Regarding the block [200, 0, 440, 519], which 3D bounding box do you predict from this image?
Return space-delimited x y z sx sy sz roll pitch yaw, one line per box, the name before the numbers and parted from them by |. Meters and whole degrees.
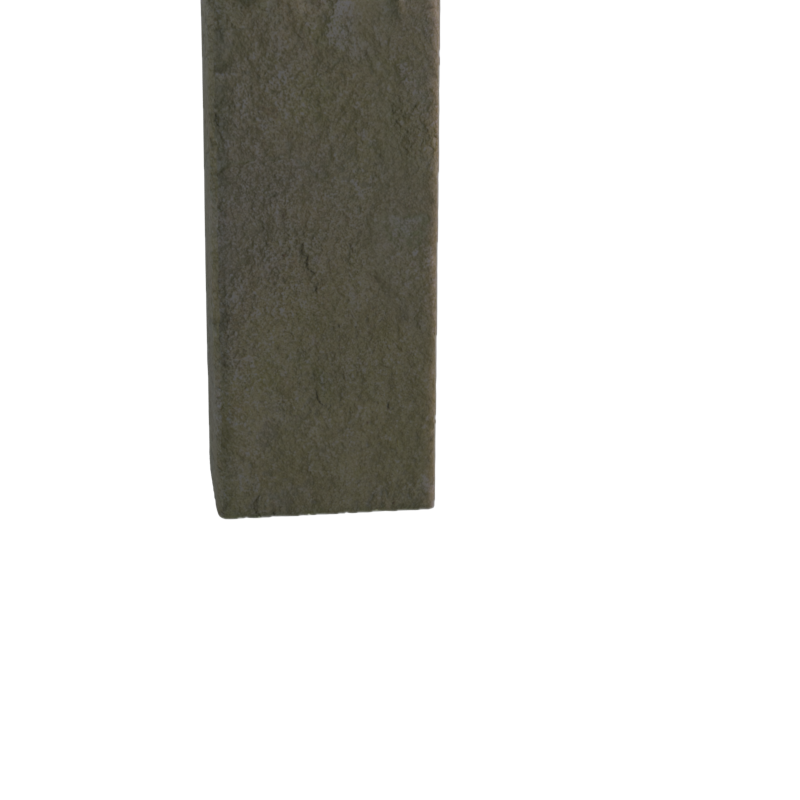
block | -0.037 -0.067 0.467 0.090 0.202 0.093 -1 10 -10
